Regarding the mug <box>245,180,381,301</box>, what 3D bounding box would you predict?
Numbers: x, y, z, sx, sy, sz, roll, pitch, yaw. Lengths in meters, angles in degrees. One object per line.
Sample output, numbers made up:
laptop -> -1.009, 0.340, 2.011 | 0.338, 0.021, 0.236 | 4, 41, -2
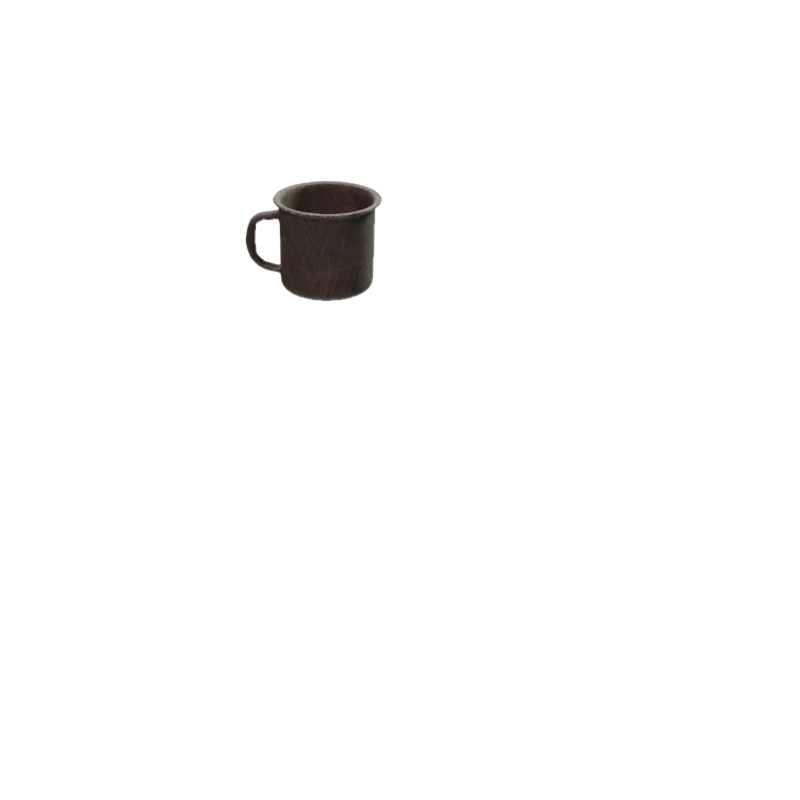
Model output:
mug -> -0.075, -0.137, 0.961 | 0.116, 0.077, 0.099 | -2, 26, -5
